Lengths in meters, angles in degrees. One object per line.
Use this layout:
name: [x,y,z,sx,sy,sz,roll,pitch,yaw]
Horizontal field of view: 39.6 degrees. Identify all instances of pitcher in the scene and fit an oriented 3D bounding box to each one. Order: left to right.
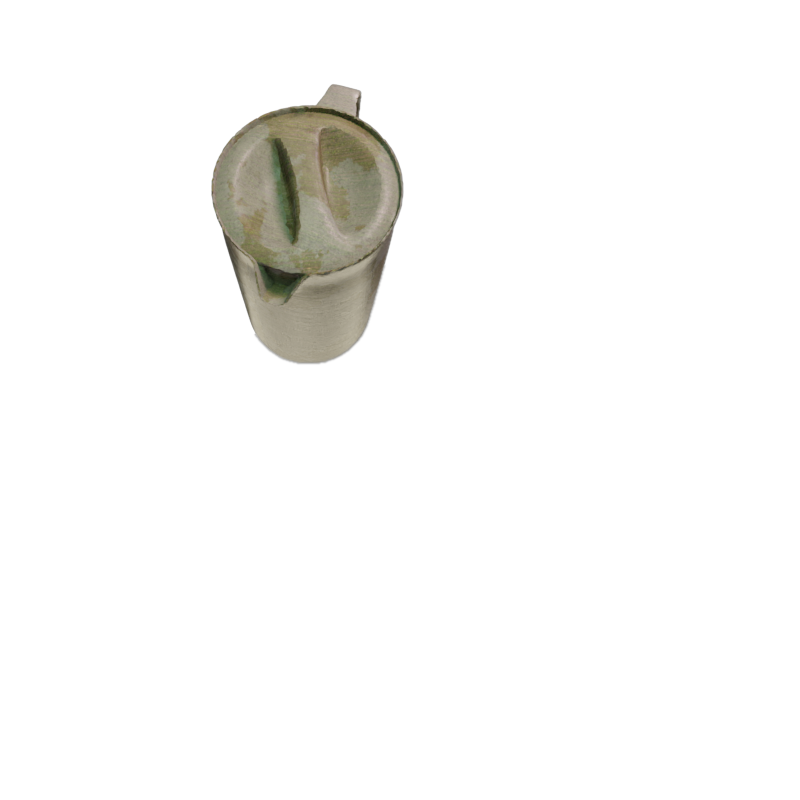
pitcher: [-0.068,-0.125,0.875,0.149,0.152,0.232,-28,-15,-12]
